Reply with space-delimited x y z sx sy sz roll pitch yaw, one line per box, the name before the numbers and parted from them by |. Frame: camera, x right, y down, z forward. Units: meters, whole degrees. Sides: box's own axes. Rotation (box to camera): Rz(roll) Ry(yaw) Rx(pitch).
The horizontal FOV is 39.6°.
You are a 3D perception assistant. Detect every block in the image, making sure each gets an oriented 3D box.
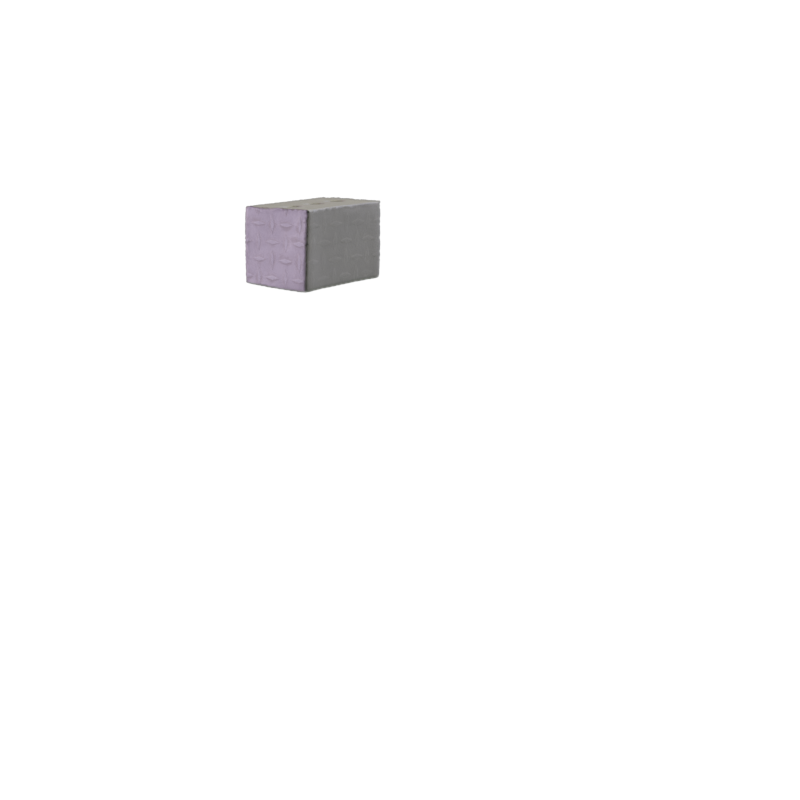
block | -0.056 -0.102 0.713 0.055 0.050 0.076 9 16 35
